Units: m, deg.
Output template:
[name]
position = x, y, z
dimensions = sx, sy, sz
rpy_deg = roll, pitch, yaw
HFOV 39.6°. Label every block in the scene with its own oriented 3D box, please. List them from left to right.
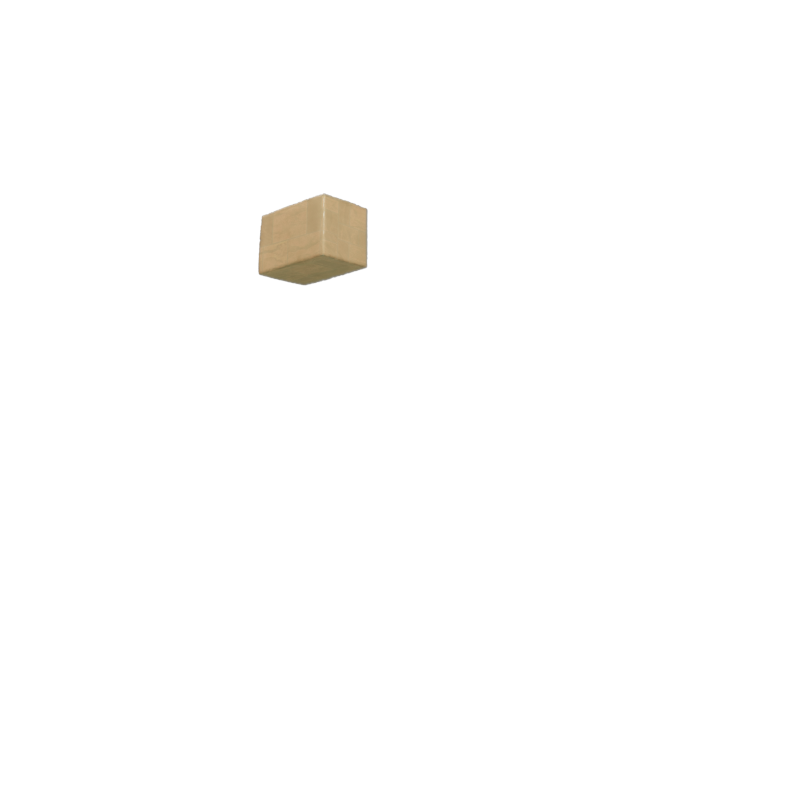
[block]
position = -0.071, -0.129, 0.904
dimensions = 0.079, 0.053, 0.050
rpy_deg = -12, -18, 42
